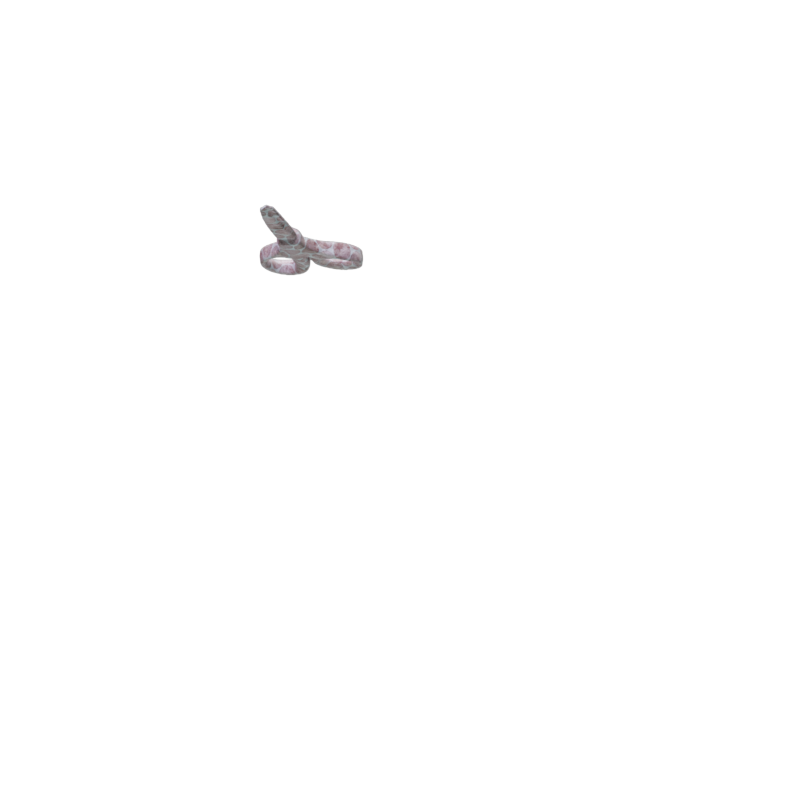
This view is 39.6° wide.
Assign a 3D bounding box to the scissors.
[{"bbox_3d":[-0.069,-0.125,0.877,0.095,0.016,0.199,1,-5,-10],"label":"scissors"}]
